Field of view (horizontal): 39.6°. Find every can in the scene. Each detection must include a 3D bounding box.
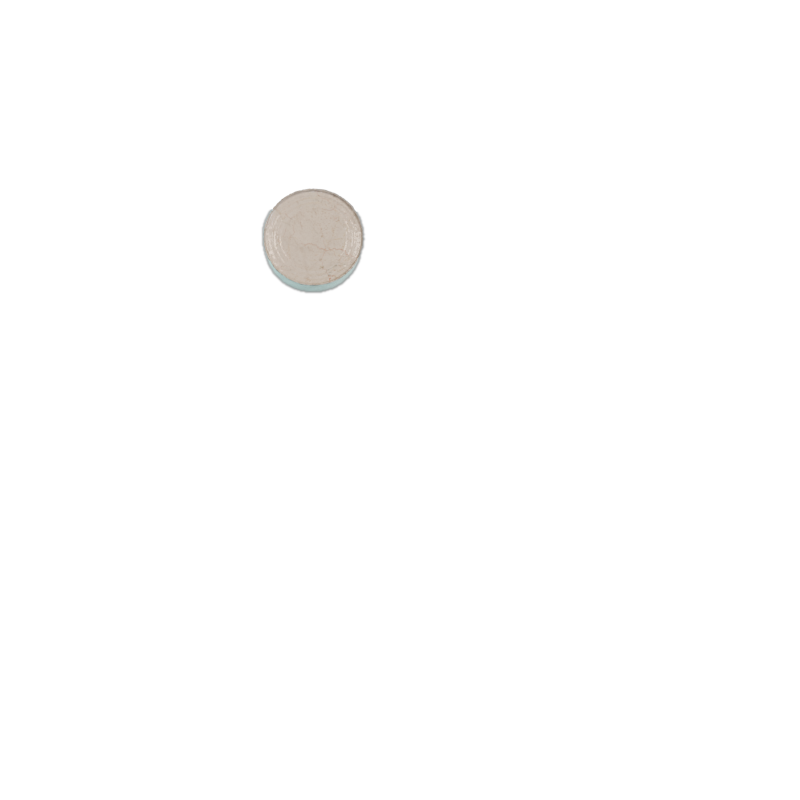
[{"bbox_3d":[-0.075,-0.136,0.954,0.086,0.089,0.032,0,-15,-1],"label":"can"}]
